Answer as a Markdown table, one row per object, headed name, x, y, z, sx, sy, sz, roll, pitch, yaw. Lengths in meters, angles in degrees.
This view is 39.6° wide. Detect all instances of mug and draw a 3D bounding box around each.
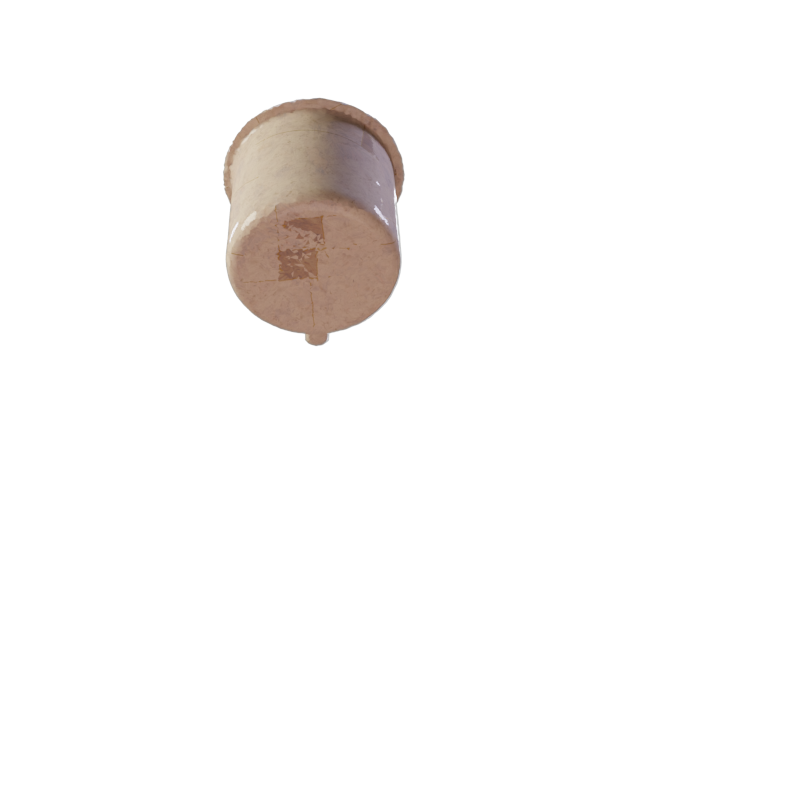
| name | x | y | z | sx | sy | sz | roll | pitch | yaw |
| --- | --- | --- | --- | --- | --- | --- | --- | --- | --- |
| mug | -0.043 | -0.078 | 0.546 | 0.093 | 0.109 | 0.087 | 1 | 40 | -3 |
